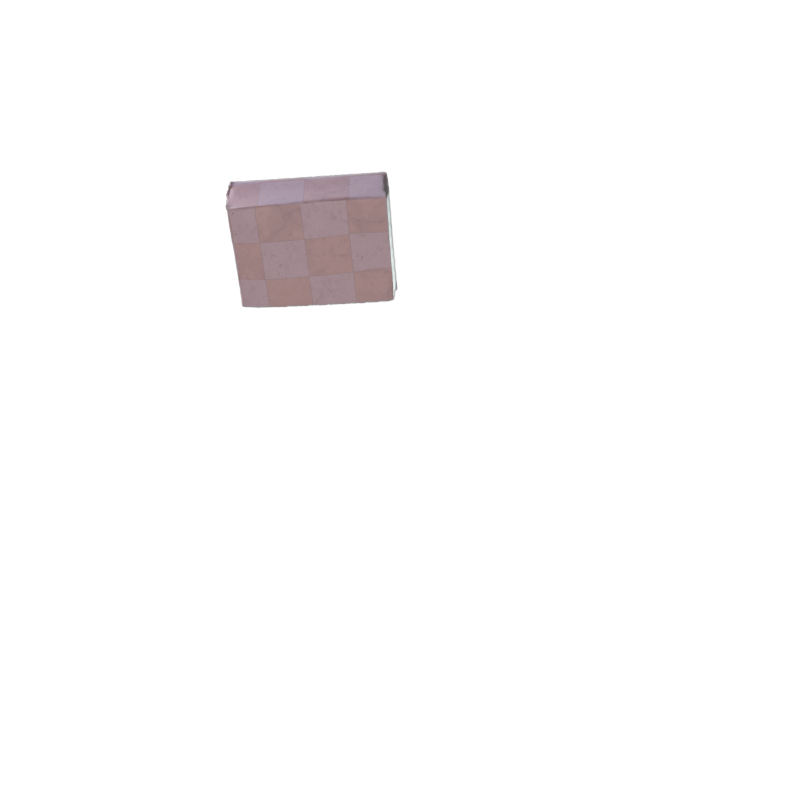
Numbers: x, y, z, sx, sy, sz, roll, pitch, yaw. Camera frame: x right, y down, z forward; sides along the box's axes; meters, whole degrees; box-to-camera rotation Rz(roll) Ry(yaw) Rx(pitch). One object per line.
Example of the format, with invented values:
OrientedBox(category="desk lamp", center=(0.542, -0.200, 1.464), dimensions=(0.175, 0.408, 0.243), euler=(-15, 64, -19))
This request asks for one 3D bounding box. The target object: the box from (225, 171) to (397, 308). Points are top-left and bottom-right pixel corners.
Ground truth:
OrientedBox(category="box", center=(-0.061, -0.111, 0.779), dimensions=(0.114, 0.084, 0.042), euler=(-4, 37, 2))
